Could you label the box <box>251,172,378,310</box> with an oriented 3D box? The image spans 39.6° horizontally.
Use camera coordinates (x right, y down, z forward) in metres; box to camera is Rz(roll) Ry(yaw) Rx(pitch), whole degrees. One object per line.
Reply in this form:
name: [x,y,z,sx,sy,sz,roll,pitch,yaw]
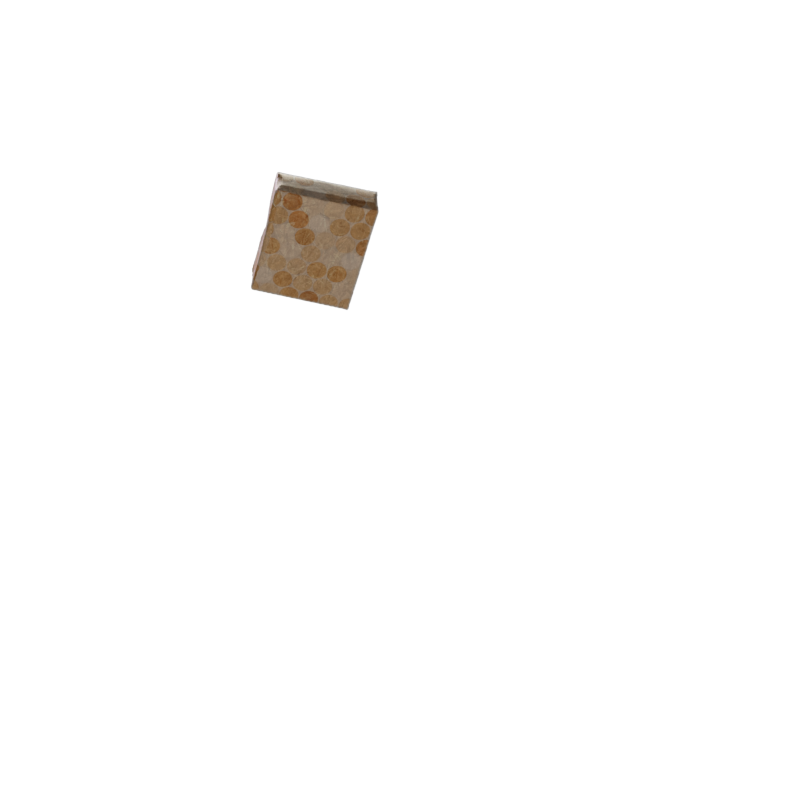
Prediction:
box: [-0.062,-0.112,0.787,0.072,0.085,0.032,12,35,-9]
